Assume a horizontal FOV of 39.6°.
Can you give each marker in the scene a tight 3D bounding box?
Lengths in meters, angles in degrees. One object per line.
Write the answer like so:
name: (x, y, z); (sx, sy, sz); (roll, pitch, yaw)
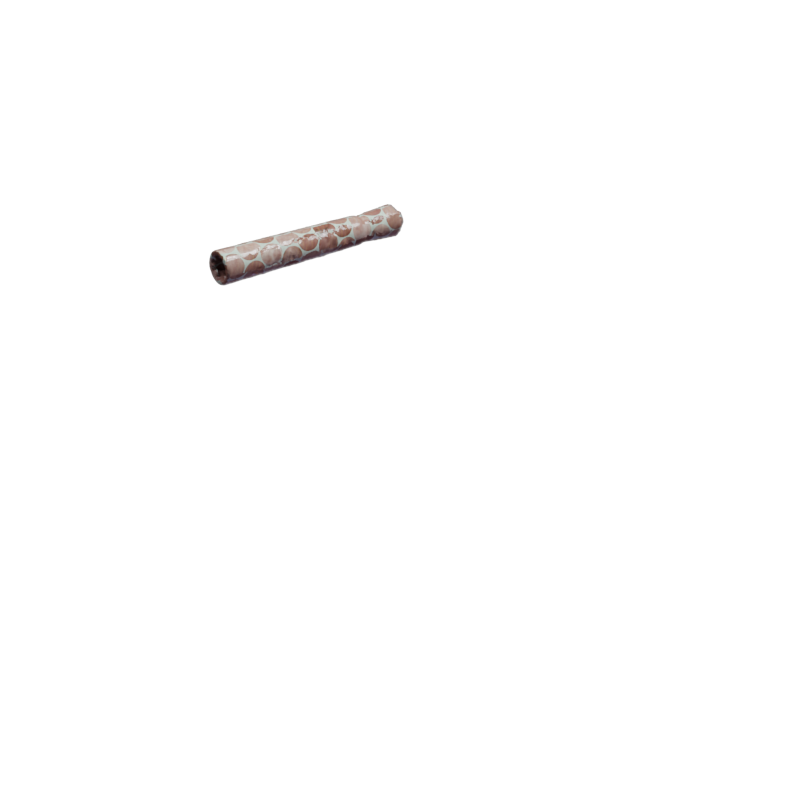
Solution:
marker: (-0.047, -0.086, 0.600); (0.119, 0.019, 0.021); (-21, 16, -33)
